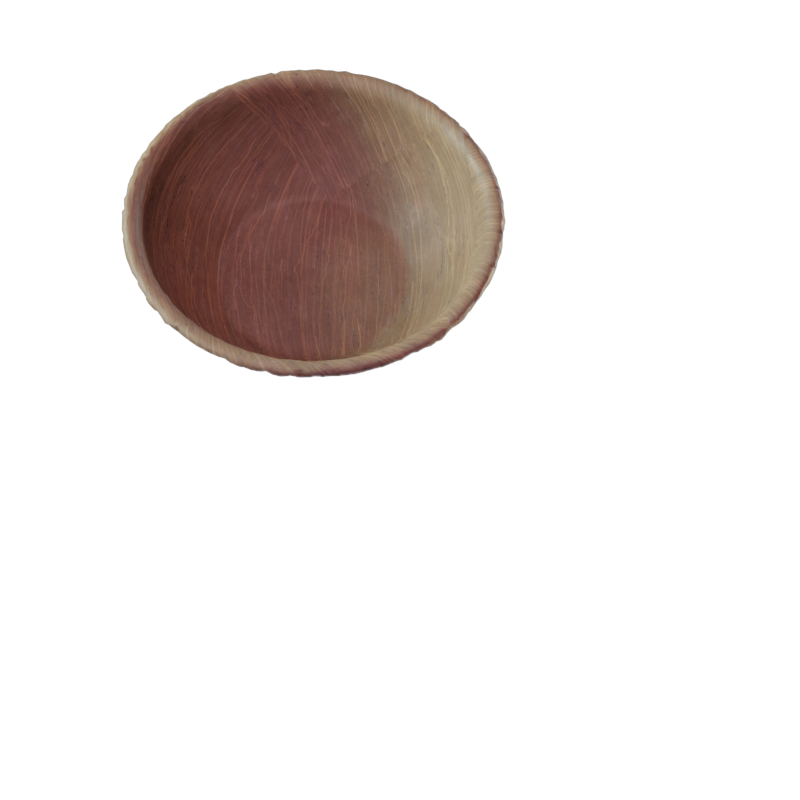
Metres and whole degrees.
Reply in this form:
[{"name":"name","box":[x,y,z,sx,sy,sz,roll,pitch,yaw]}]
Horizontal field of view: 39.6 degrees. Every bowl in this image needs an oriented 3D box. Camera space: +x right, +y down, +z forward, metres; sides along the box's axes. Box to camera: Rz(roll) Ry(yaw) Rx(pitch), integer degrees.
[{"name":"bowl","box":[-0.038,-0.070,0.490,0.162,0.173,0.052,-1,-32,-1]}]
